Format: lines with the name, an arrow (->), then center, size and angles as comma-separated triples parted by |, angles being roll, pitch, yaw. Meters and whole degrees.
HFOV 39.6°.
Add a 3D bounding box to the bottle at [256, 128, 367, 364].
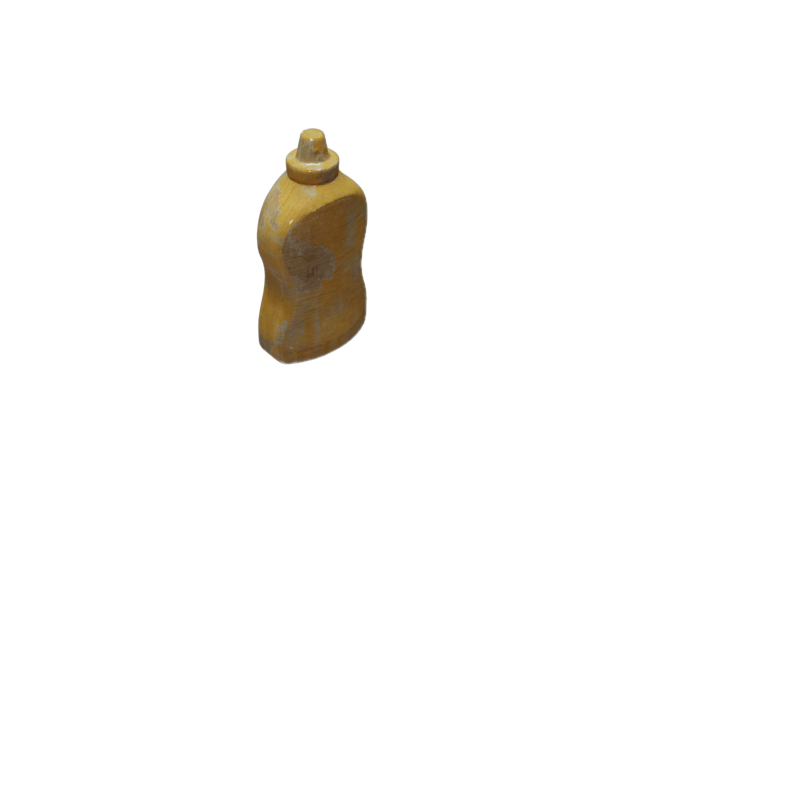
bottle -> -0.069, -0.125, 0.877 | 0.095, 0.179, 0.063 | -25, 44, -32
